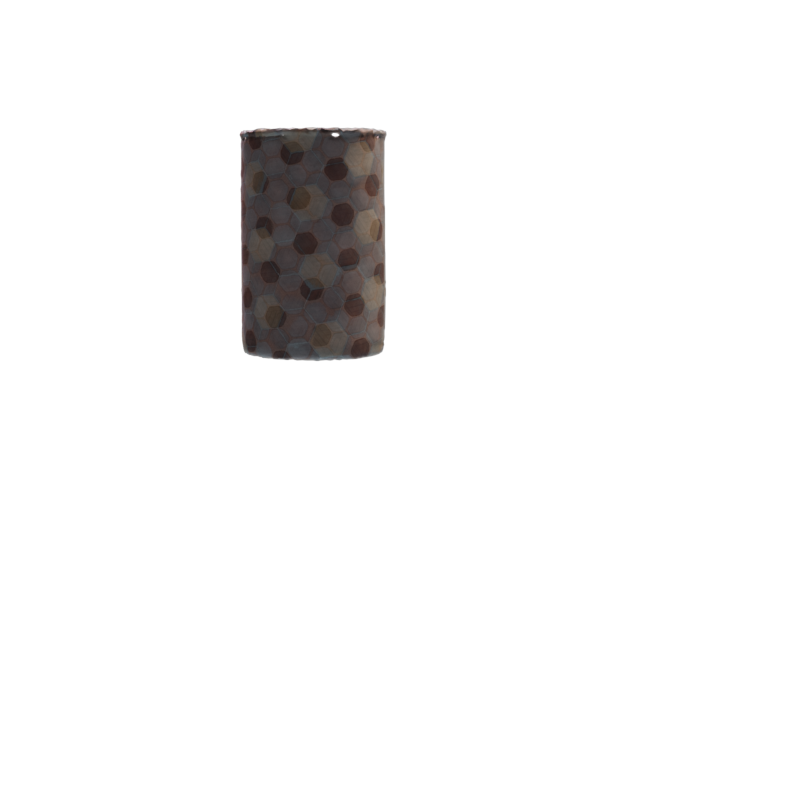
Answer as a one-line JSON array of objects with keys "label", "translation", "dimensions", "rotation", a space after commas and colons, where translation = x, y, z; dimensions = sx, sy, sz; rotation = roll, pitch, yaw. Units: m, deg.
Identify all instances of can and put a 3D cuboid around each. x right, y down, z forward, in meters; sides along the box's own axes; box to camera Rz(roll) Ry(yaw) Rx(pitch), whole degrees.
[{"label": "can", "translation": [-0.040, -0.073, 0.514], "dimensions": [0.068, 0.101, 0.069], "rotation": [0, 5, -2]}]
